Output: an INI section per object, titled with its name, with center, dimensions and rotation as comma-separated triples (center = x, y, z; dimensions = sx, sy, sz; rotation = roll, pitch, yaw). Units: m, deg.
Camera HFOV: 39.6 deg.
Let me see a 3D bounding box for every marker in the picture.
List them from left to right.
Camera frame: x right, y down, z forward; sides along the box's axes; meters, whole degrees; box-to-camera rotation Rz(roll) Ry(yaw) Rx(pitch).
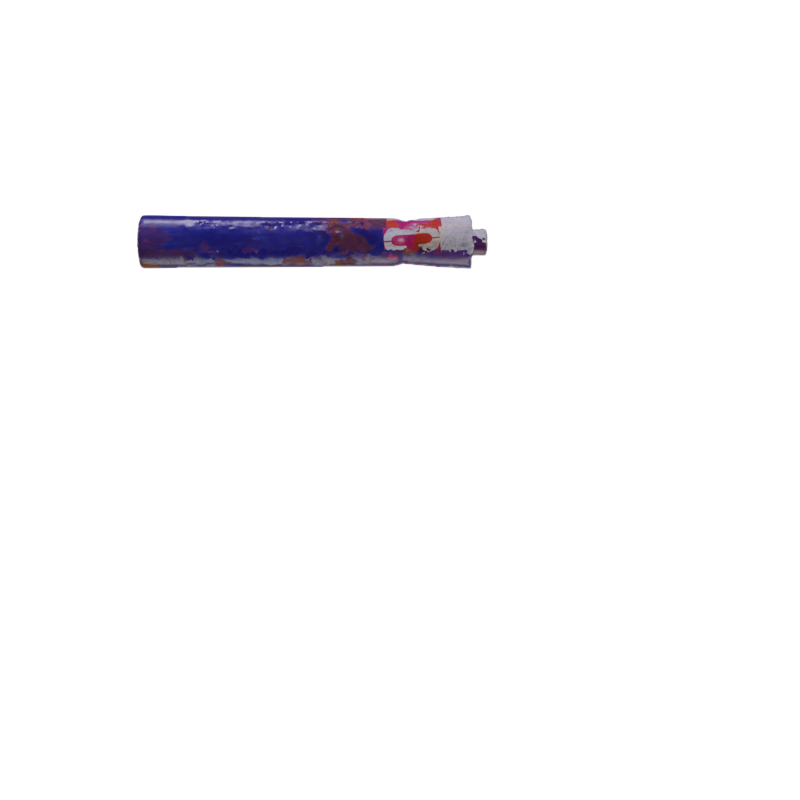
[marker]
center = -0.030, -0.055, 0.388
dimensions = 0.121, 0.020, 0.020
rotation = 0, 4, 1
